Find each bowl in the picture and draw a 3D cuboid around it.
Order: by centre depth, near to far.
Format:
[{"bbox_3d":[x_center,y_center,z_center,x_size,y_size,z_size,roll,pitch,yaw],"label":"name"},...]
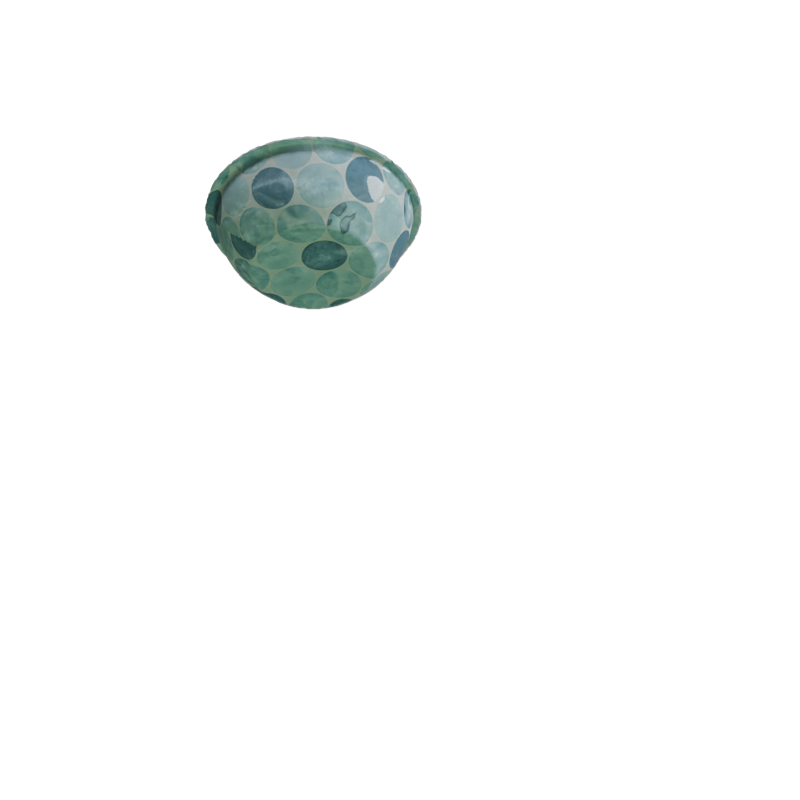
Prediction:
[{"bbox_3d":[-0.063,-0.116,0.811,0.162,0.059,0.151,1,-38,-1],"label":"bowl"}]
